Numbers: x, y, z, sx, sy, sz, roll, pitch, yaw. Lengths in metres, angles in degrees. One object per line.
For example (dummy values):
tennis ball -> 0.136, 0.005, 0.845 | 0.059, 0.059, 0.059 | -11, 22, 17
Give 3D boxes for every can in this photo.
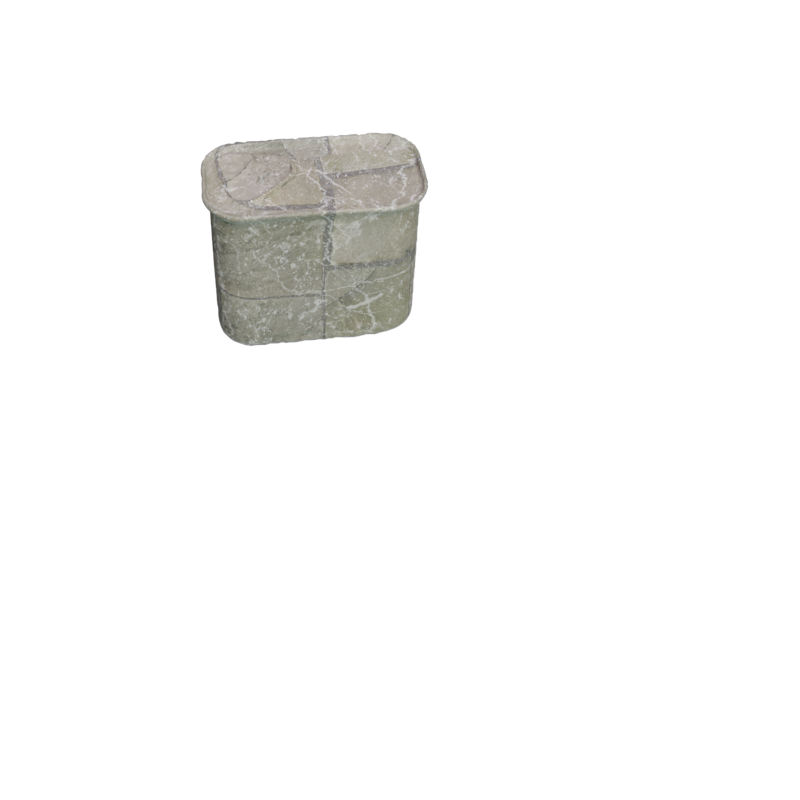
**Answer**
can -> -0.042, -0.076, 0.530 | 0.101, 0.078, 0.062 | -5, 45, -6
